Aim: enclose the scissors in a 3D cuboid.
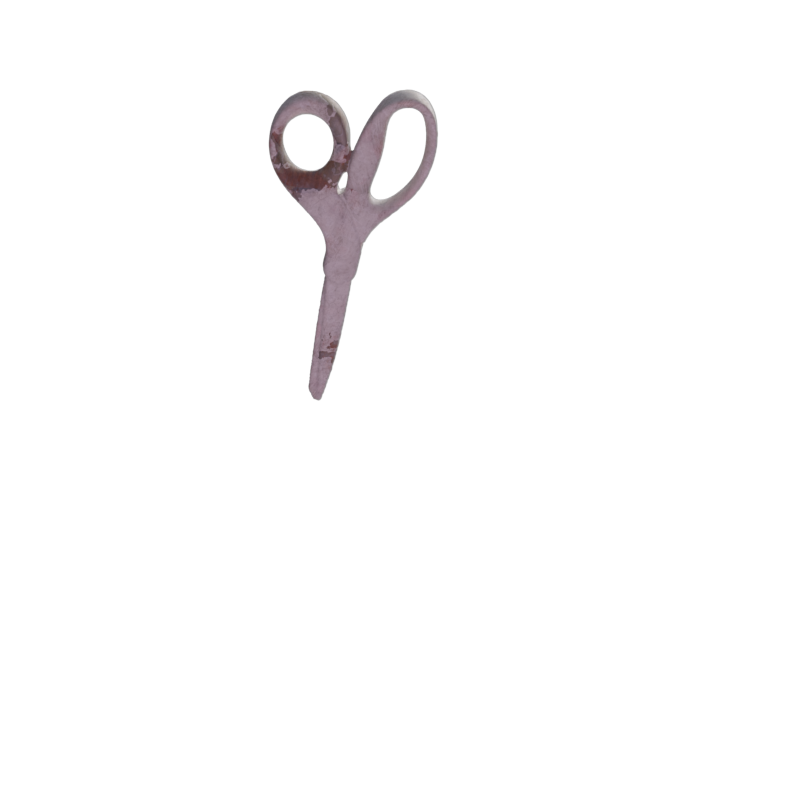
[{"bbox_3d":[-0.048,-0.087,0.608,0.094,0.194,0.017,22,30,-14],"label":"scissors"}]
